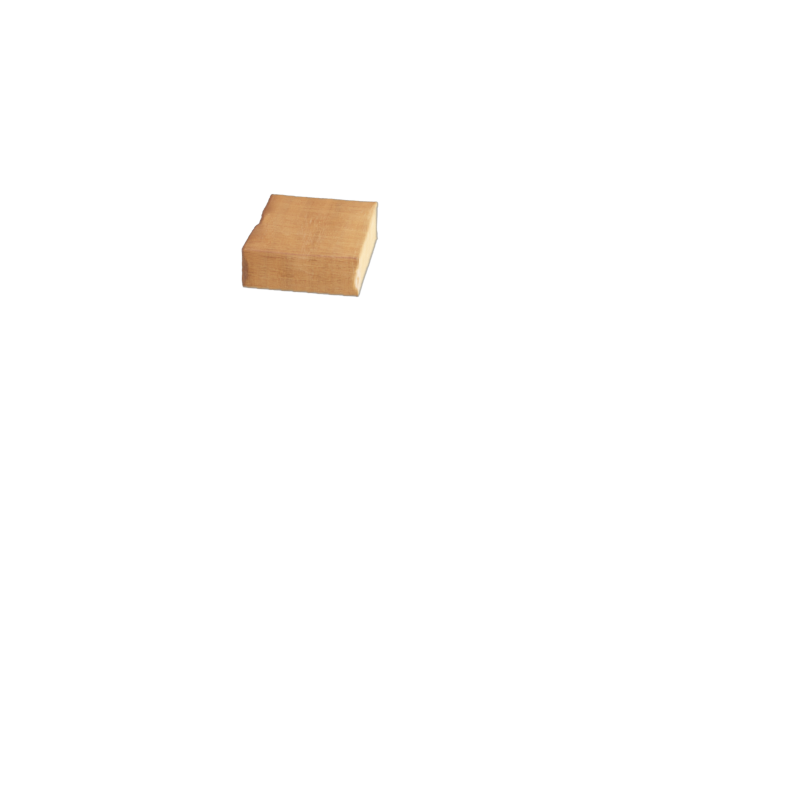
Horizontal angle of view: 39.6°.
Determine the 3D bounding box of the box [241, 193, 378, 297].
[{"bbox_3d":[-0.055,-0.100,0.702,0.074,0.028,0.094,5,32,7],"label":"box"}]
